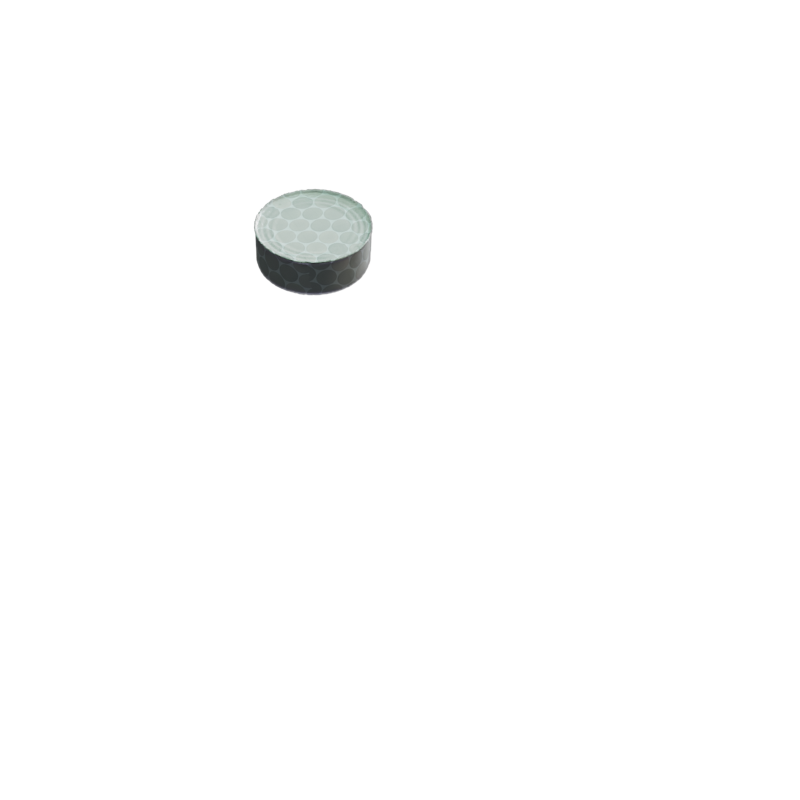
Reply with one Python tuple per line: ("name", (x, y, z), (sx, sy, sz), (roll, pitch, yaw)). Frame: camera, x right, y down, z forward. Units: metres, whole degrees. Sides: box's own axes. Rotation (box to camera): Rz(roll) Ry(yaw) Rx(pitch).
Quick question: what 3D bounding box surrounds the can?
("can", (-0.063, -0.116, 0.809), (0.086, 0.031, 0.092), (-1, 43, -2))
